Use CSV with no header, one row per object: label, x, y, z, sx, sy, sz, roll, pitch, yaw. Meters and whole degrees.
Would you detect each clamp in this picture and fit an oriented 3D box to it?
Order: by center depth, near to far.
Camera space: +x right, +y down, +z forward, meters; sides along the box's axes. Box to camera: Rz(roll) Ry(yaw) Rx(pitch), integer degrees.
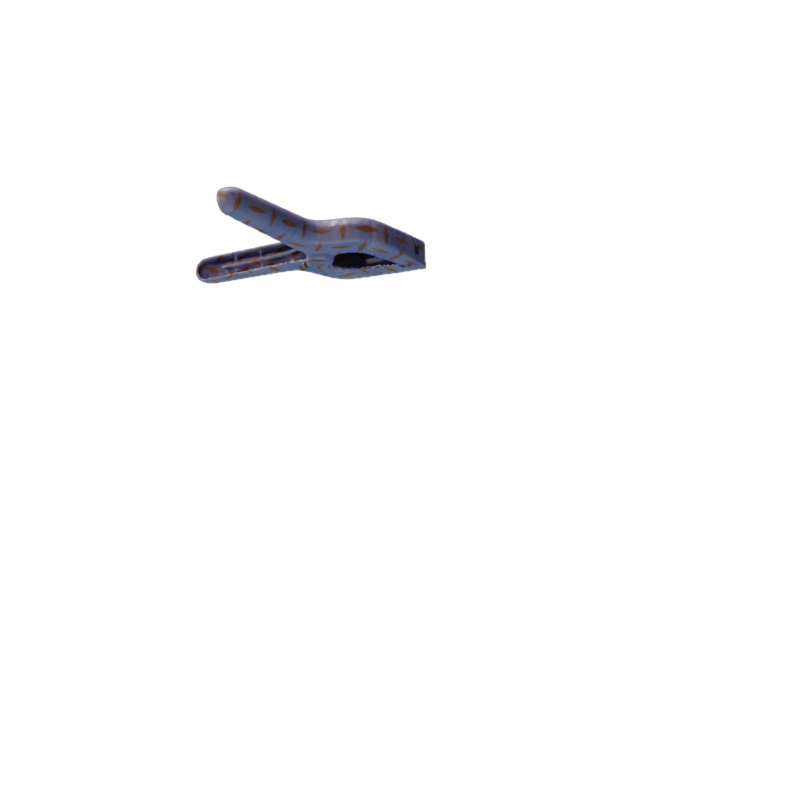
clamp,-0.077,-0.141,0.990,0.208,0.038,0.158,2,-18,-6
